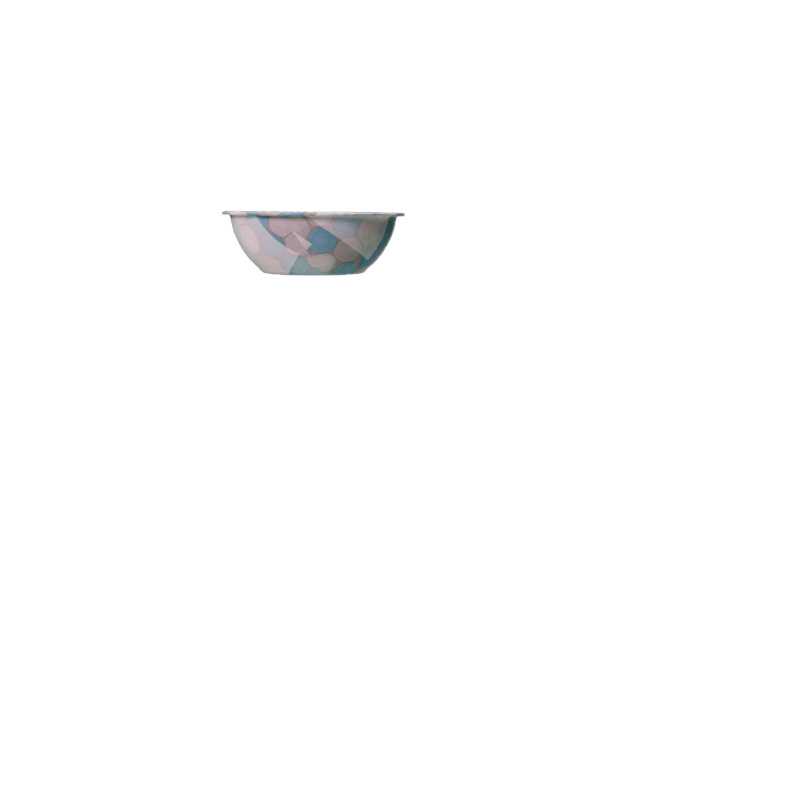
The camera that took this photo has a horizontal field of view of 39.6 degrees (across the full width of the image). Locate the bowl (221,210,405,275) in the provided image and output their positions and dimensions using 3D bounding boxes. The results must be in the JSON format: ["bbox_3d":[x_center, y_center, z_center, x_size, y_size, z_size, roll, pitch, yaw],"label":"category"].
[{"bbox_3d":[-0.077,-0.140,0.983,0.162,0.054,0.165,0,9,-2],"label":"bowl"}]
